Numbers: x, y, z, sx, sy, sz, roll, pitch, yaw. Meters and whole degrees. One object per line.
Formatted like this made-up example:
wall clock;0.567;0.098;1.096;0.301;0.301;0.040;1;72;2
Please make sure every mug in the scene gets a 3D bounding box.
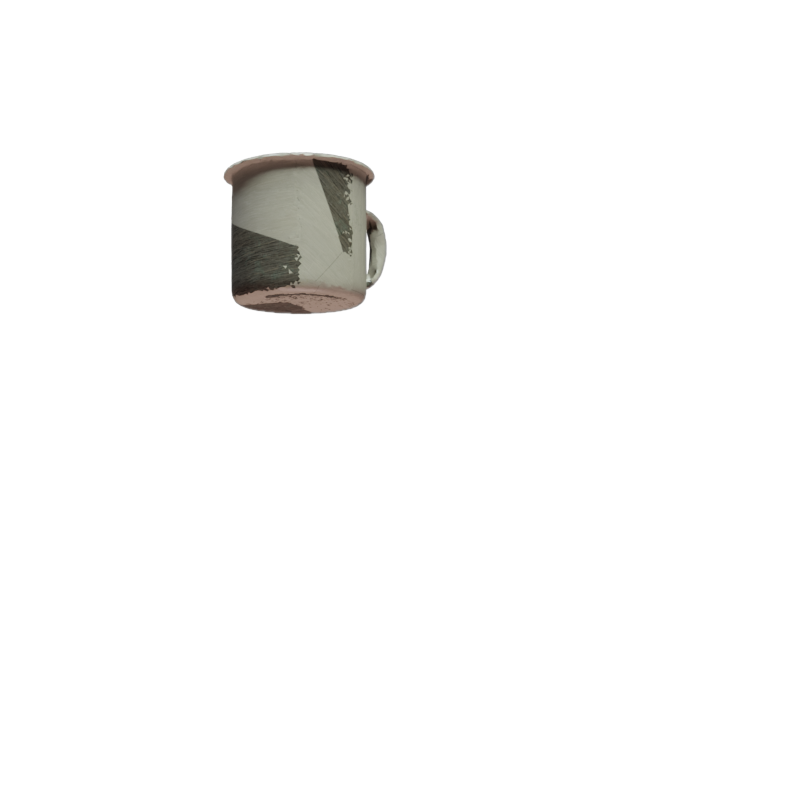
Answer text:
mug;-0.054;-0.098;0.684;0.095;0.084;0.111;-9;-12;44
